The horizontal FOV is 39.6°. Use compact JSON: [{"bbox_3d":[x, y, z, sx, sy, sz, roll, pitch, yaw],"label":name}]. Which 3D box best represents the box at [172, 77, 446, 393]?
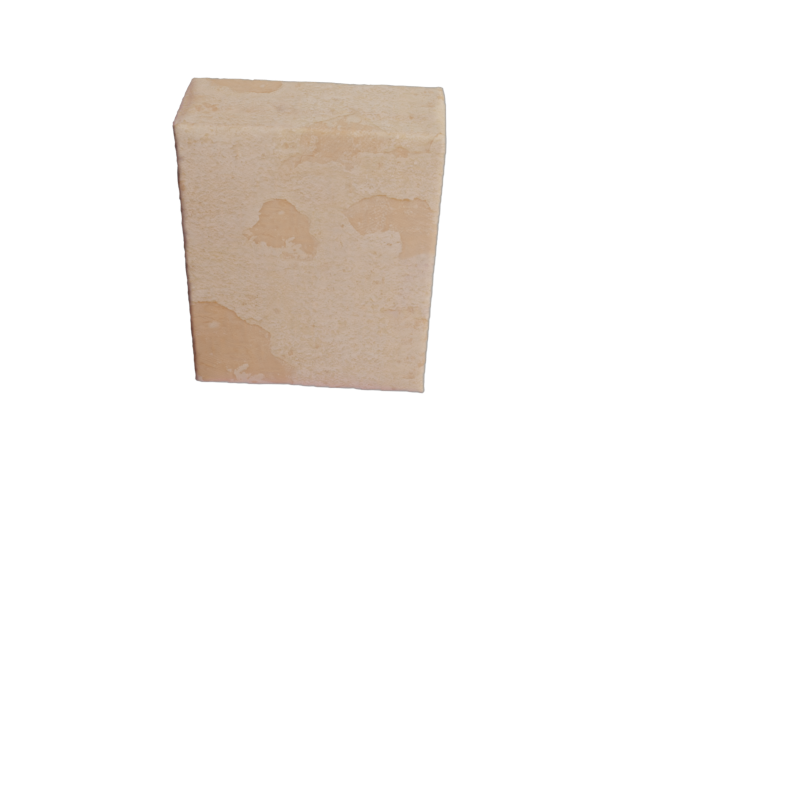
[{"bbox_3d":[-0.058,-0.105,0.737,0.165,0.199,0.077,4,41,2],"label":"box"}]
